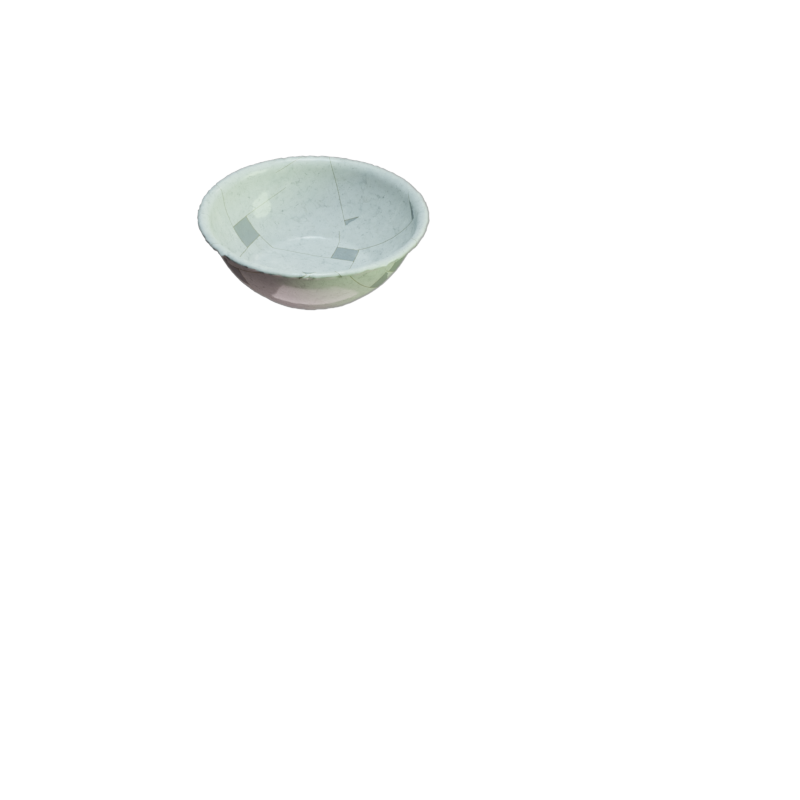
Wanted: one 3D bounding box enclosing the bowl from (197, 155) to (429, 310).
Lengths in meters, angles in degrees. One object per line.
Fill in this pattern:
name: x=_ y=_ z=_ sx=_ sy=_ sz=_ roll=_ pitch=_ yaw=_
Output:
bowl: x=-0.062 y=-0.112 z=0.788 sx=0.162 sy=0.051 sz=0.174 roll=-1 pitch=39 yaw=-2
